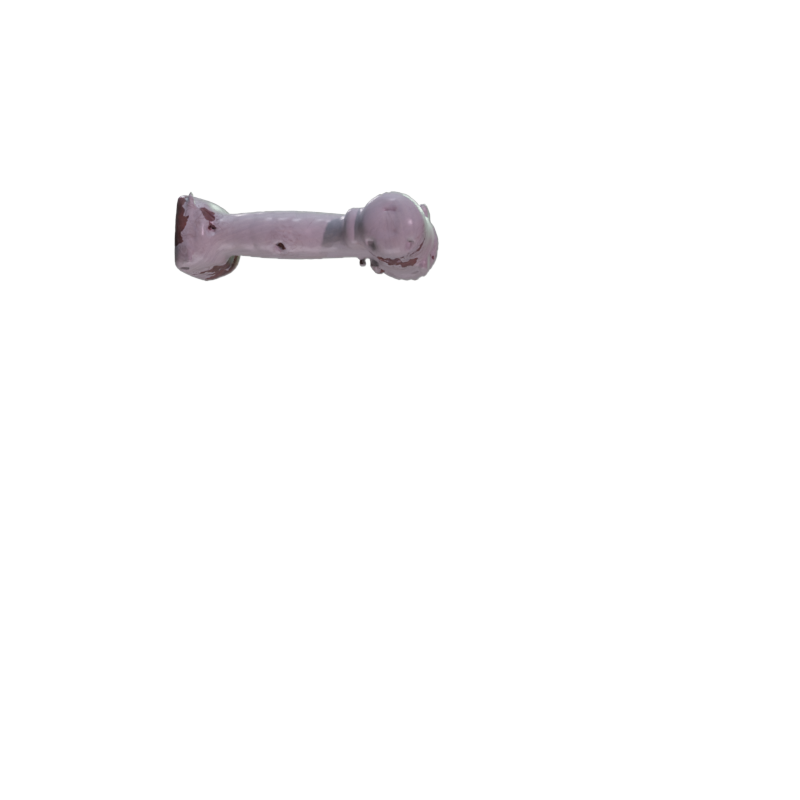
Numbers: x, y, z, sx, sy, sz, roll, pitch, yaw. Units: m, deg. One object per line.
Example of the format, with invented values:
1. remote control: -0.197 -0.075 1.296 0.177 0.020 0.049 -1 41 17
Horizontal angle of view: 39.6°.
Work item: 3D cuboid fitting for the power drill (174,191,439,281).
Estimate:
1. power drill: -0.066 -0.120 0.838 0.189 0.058 0.179 0 -3 7
